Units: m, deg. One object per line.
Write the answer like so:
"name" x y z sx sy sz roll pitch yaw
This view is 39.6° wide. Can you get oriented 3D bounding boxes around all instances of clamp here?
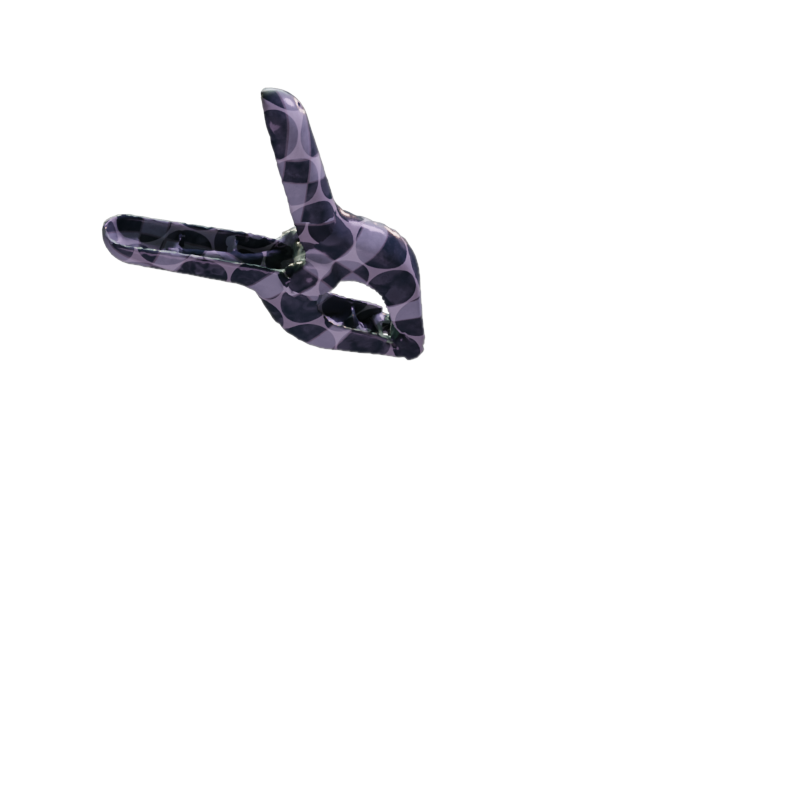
"clamp" -0.042 -0.076 0.530 0.162 0.042 0.118 25 -44 -30
